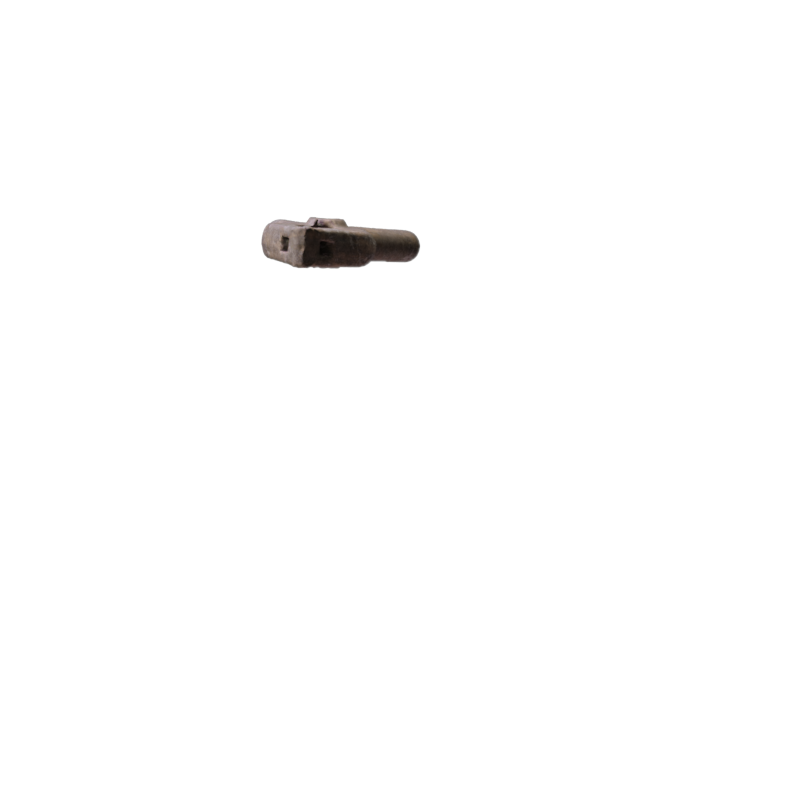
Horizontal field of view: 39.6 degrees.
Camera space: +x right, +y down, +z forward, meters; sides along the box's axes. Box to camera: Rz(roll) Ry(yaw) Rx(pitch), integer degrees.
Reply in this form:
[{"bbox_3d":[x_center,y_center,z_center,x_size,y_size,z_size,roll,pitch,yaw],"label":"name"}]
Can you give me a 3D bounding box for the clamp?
[{"bbox_3d":[-0.063,-0.114,0.799,0.123,0.039,0.168,2,6,17],"label":"clamp"}]
